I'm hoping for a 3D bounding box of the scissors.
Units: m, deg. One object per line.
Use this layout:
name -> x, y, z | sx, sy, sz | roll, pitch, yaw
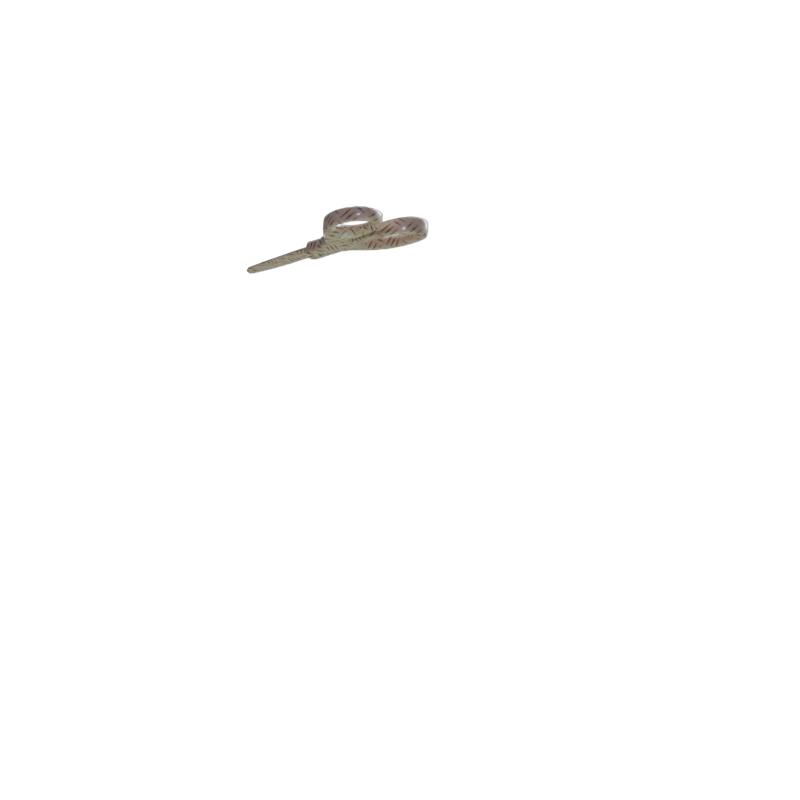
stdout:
scissors -> -0.075, -0.136, 0.952 | 0.206, 0.016, 0.091 | -6, -12, 29
